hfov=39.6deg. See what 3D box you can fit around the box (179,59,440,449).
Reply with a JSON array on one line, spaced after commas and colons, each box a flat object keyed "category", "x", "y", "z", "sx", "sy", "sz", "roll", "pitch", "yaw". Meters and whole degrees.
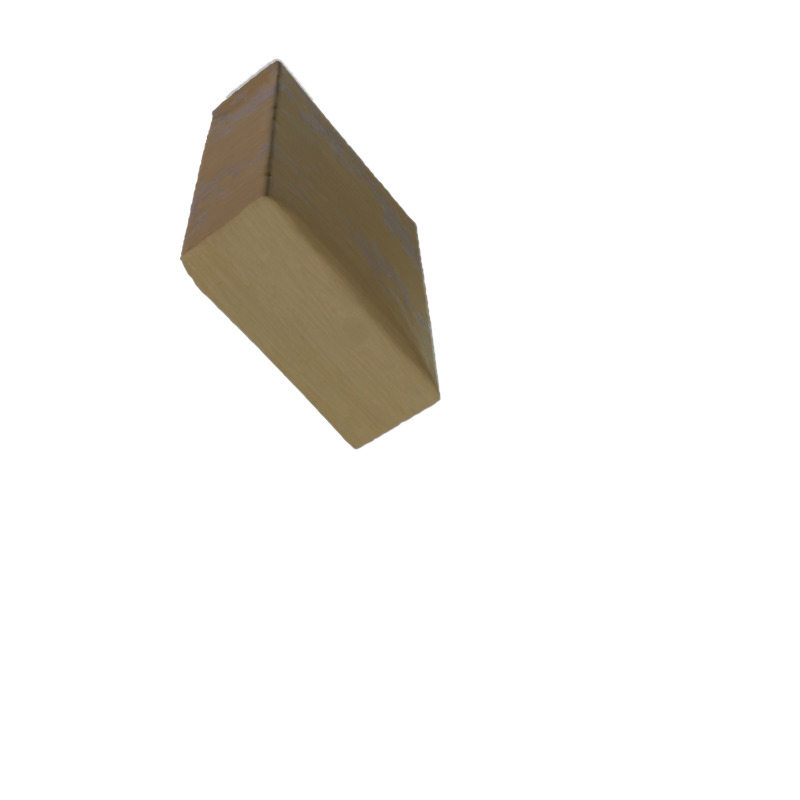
[{"category": "box", "x": -0.055, "y": -0.100, "z": 0.697, "sx": 0.071, "sy": 0.155, "sz": 0.228, "roll": -34, "pitch": 29, "yaw": 18}]
